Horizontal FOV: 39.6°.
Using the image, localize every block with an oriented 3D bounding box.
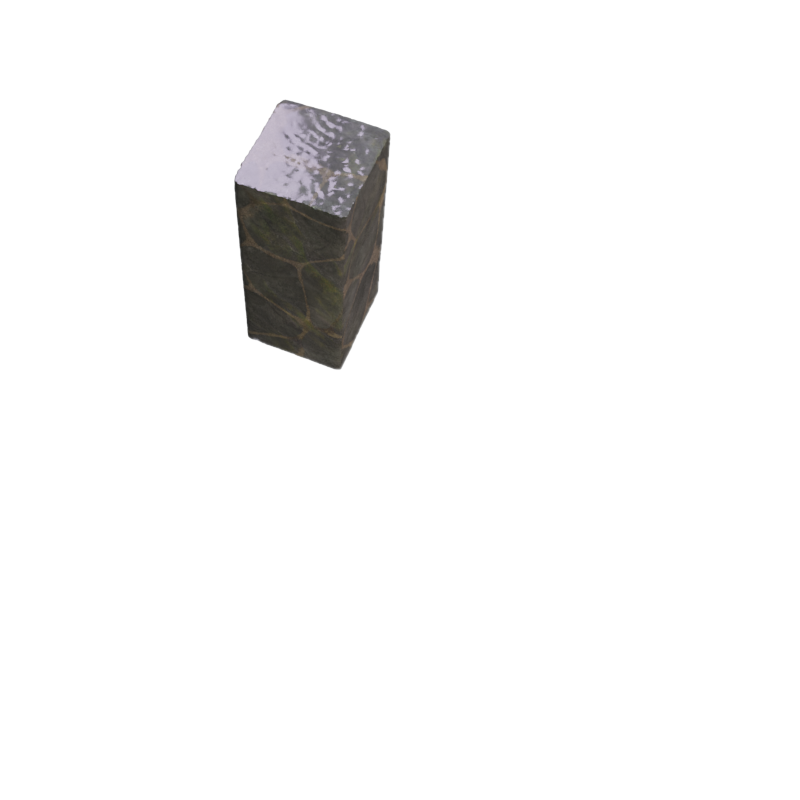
[{"bbox_3d":[-0.069,-0.125,0.876,0.092,0.095,0.193,20,-31,8],"label":"block"}]
